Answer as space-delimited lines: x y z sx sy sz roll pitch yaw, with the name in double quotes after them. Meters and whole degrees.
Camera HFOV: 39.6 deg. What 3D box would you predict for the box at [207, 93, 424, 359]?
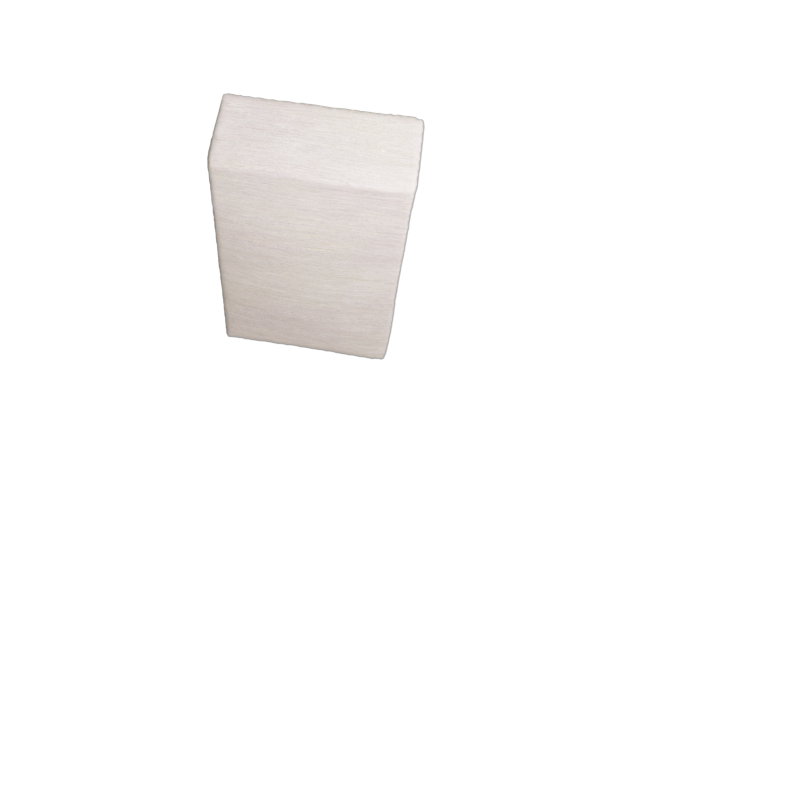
-0.043 -0.079 0.552 0.094 0.050 0.167 9 -22 0 "box"
